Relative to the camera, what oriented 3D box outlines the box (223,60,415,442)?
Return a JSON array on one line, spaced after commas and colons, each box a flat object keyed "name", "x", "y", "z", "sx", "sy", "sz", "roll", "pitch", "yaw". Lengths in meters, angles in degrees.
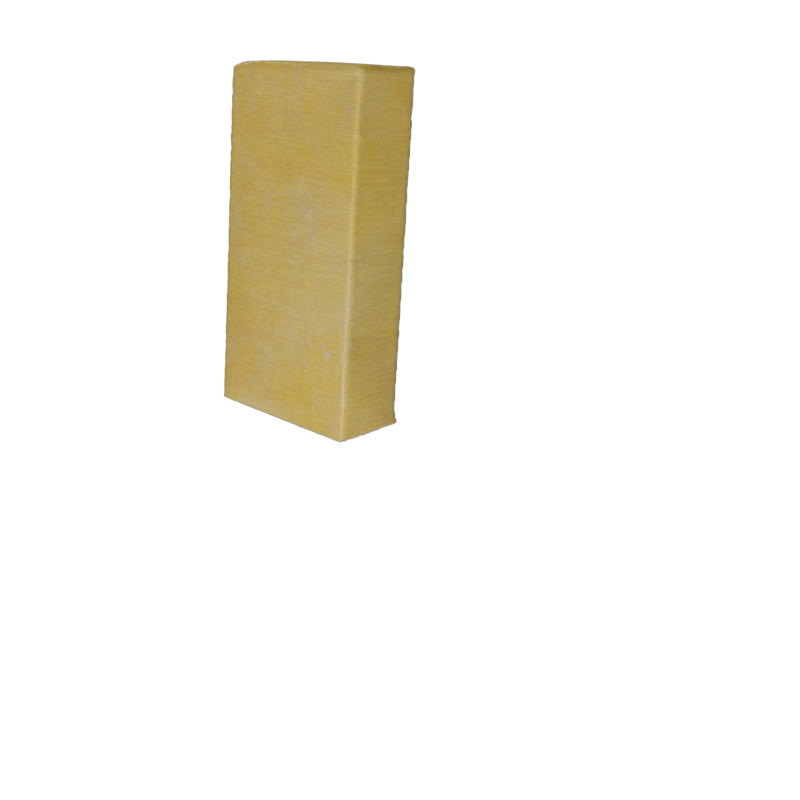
[{"name": "box", "x": -0.043, "y": -0.078, "z": 0.548, "sx": 0.098, "sy": 0.172, "sz": 0.047, "roll": 13, "pitch": 17, "yaw": 43}]
